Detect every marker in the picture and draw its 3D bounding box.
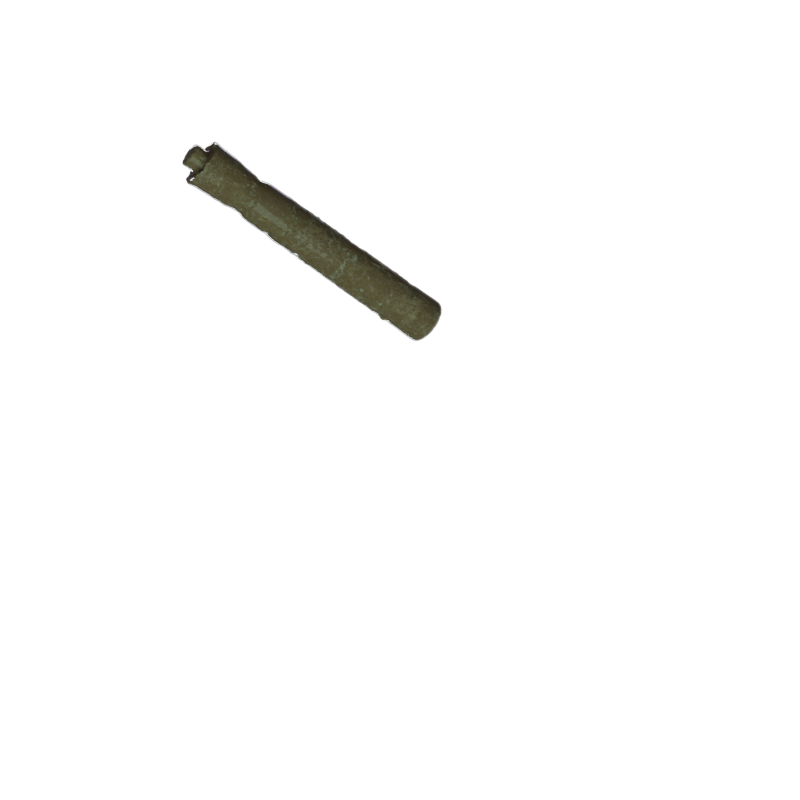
[{"bbox_3d":[-0.034,-0.062,0.434,0.115,0.020,0.020,34,-11,-21],"label":"marker"}]
